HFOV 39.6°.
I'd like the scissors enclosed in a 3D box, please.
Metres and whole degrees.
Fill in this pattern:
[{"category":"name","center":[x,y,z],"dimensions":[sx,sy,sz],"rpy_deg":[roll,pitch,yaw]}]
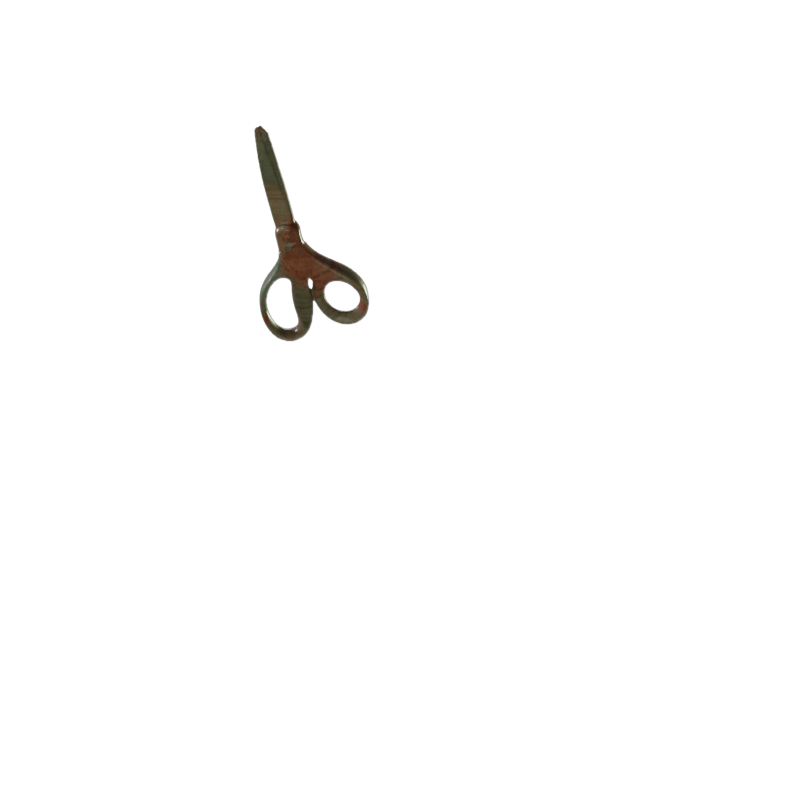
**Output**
[{"category":"scissors","center":[-0.066,-0.120,0.842],"dimensions":[0.096,0.189,0.017],"rpy_deg":[5,42,-4]}]
